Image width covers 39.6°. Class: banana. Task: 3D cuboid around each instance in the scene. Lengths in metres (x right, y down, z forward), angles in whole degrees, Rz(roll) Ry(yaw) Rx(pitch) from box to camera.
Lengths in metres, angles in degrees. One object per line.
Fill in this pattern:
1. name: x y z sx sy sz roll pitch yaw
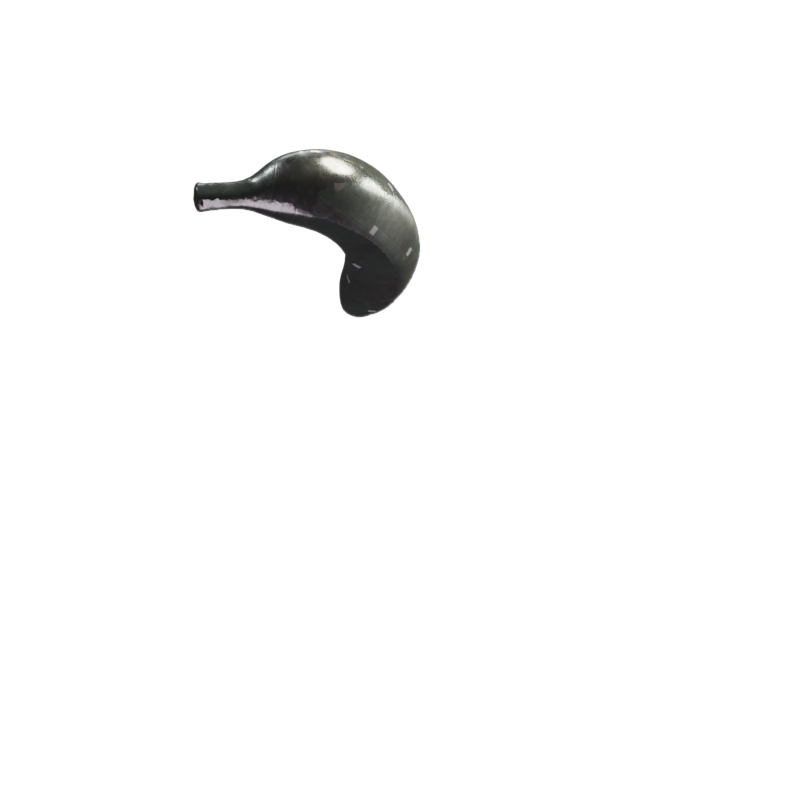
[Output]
1. banana: -0.026 -0.079 0.529 0.071 0.038 0.186 -5 -14 18
